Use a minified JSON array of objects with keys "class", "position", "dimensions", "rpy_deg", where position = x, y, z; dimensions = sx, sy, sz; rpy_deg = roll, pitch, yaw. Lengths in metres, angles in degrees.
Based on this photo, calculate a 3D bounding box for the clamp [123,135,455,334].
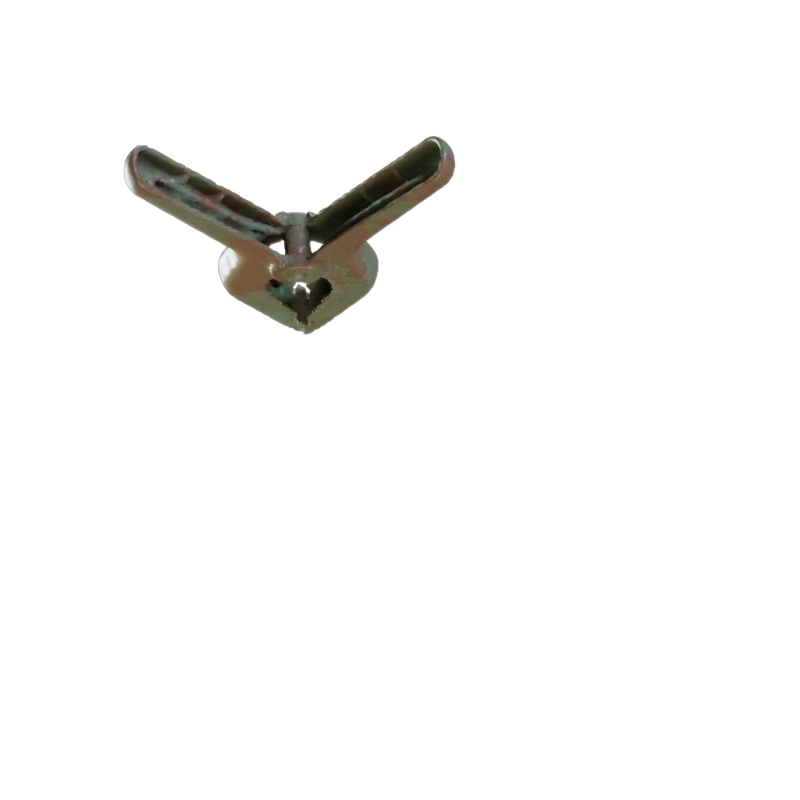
[{"class":"clamp","position":[-0.049,-0.090,0.628],"dimensions":[0.166,0.038,0.198],"rpy_deg":[-2,-20,6]}]
